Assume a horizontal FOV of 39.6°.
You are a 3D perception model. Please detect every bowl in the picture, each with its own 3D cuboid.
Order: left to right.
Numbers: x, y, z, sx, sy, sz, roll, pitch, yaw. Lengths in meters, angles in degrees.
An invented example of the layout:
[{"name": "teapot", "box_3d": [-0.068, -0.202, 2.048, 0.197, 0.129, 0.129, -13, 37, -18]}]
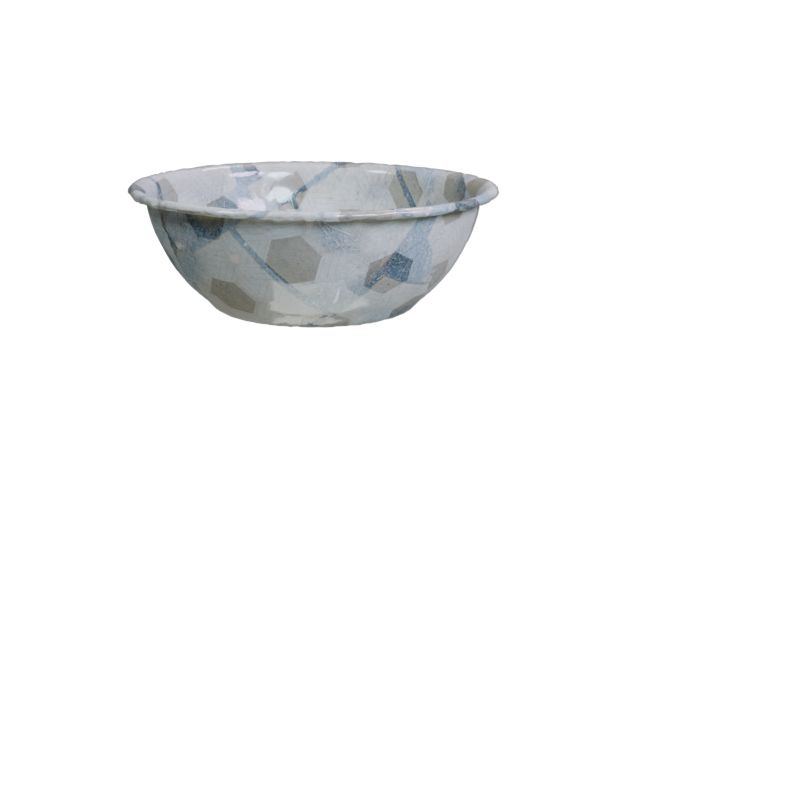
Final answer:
[{"name": "bowl", "box_3d": [-0.039, -0.071, 0.494, 0.162, 0.053, 0.168, -1, 18, -2]}]
